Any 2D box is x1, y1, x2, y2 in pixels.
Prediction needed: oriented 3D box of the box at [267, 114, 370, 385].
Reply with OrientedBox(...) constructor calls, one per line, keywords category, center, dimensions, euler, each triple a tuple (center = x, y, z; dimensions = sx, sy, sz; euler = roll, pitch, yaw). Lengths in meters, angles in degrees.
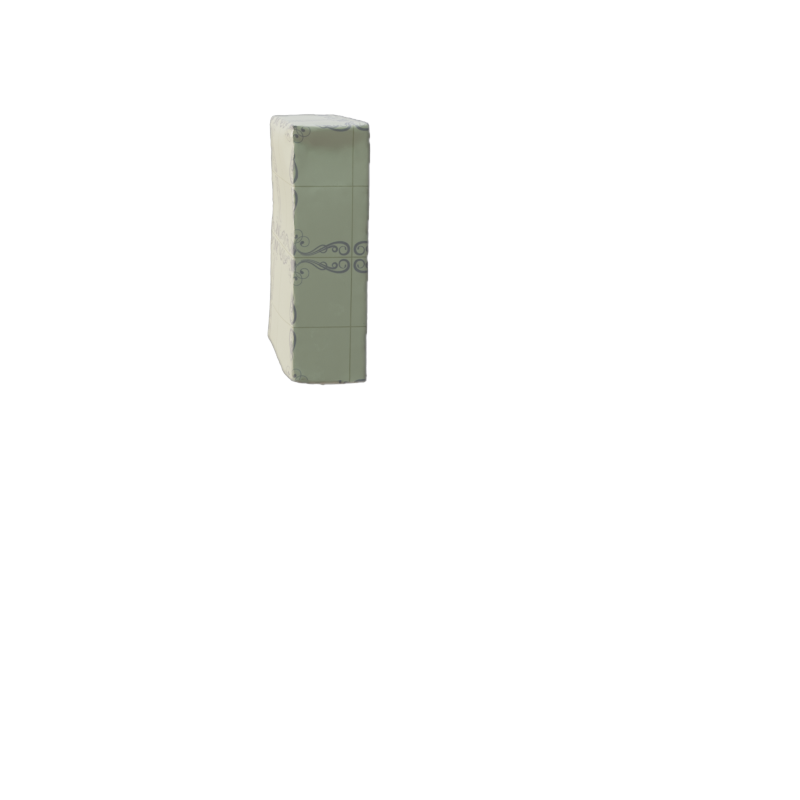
OrientedBox(category="box", center=(-0.075, -0.137, 0.960), dimensions=(0.071, 0.209, 0.171), euler=(-1, 12, -12))
